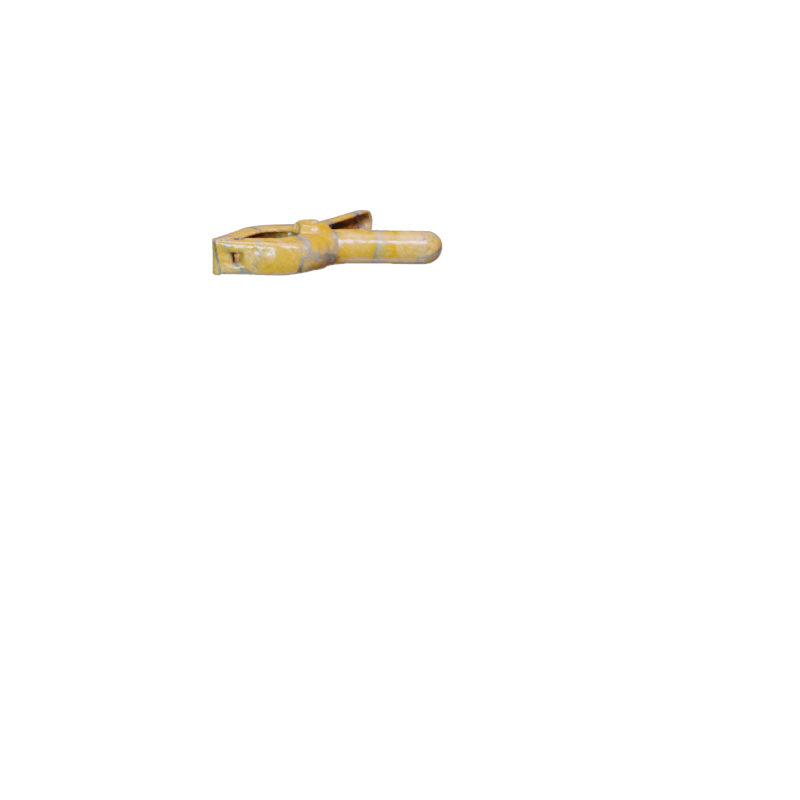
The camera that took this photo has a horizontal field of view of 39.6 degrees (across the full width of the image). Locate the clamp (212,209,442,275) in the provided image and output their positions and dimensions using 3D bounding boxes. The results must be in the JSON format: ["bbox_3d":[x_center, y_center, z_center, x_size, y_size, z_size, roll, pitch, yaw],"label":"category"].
[{"bbox_3d":[-0.067,-0.123,0.859,0.168,0.038,0.126,-5,14,-19],"label":"clamp"}]
